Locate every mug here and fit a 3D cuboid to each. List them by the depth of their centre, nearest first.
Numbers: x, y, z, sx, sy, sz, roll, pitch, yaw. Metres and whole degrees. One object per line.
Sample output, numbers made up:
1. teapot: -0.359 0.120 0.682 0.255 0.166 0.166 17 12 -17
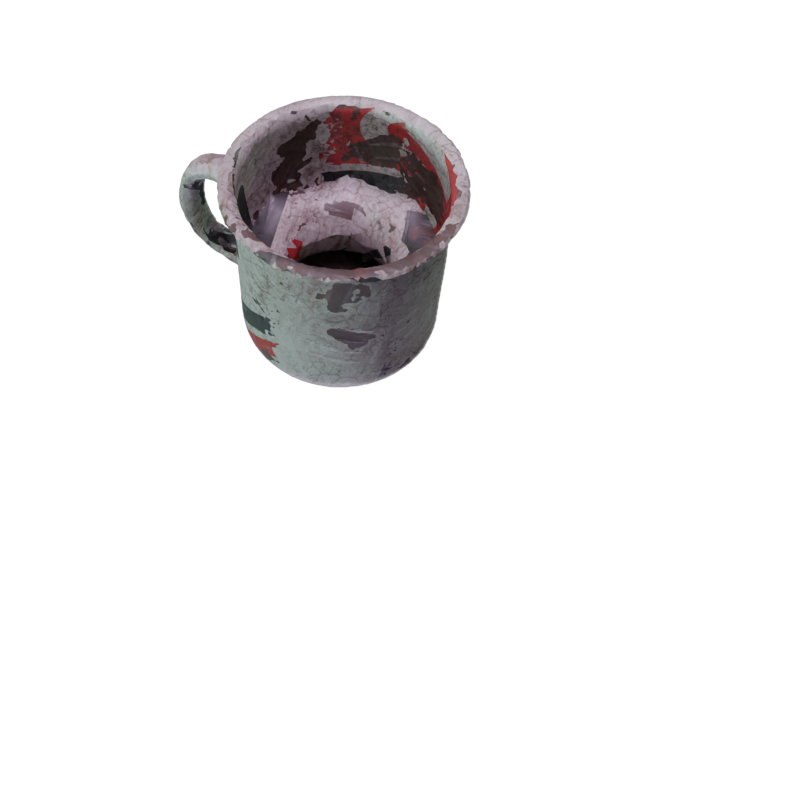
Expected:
1. mug: -0.034 -0.063 0.439 0.120 0.097 0.076 18 -35 12
